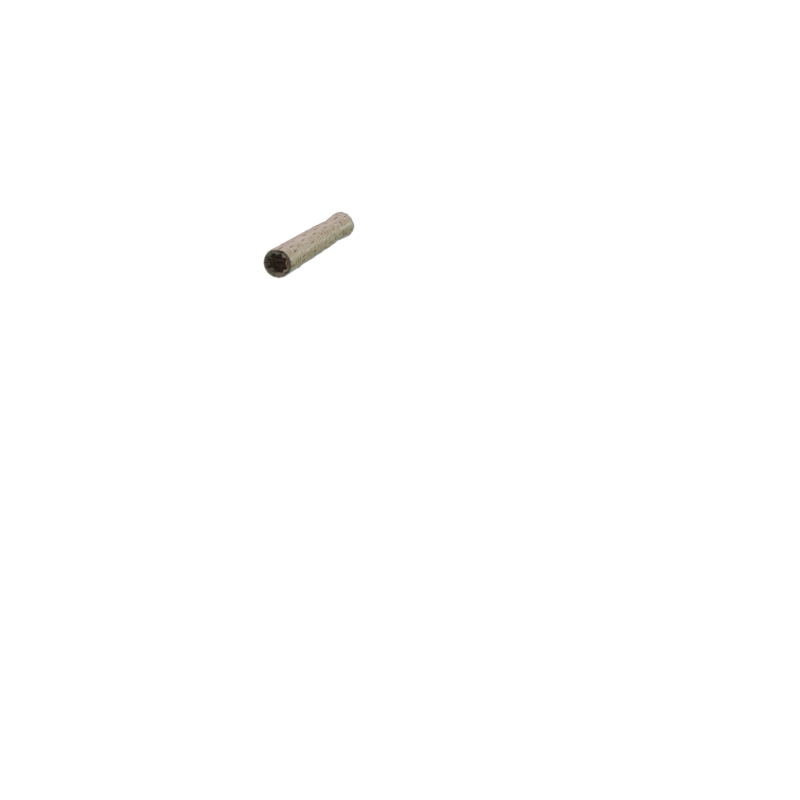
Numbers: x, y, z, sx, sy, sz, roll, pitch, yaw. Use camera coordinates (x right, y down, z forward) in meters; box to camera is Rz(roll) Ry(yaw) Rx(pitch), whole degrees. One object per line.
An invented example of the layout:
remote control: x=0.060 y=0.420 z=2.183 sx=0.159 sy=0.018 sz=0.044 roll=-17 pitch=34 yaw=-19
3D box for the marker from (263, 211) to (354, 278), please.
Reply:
marker: x=-0.057 y=-0.105 z=0.733 sx=0.020 sy=0.019 sz=0.122 roll=1 pitch=20 yaw=18
